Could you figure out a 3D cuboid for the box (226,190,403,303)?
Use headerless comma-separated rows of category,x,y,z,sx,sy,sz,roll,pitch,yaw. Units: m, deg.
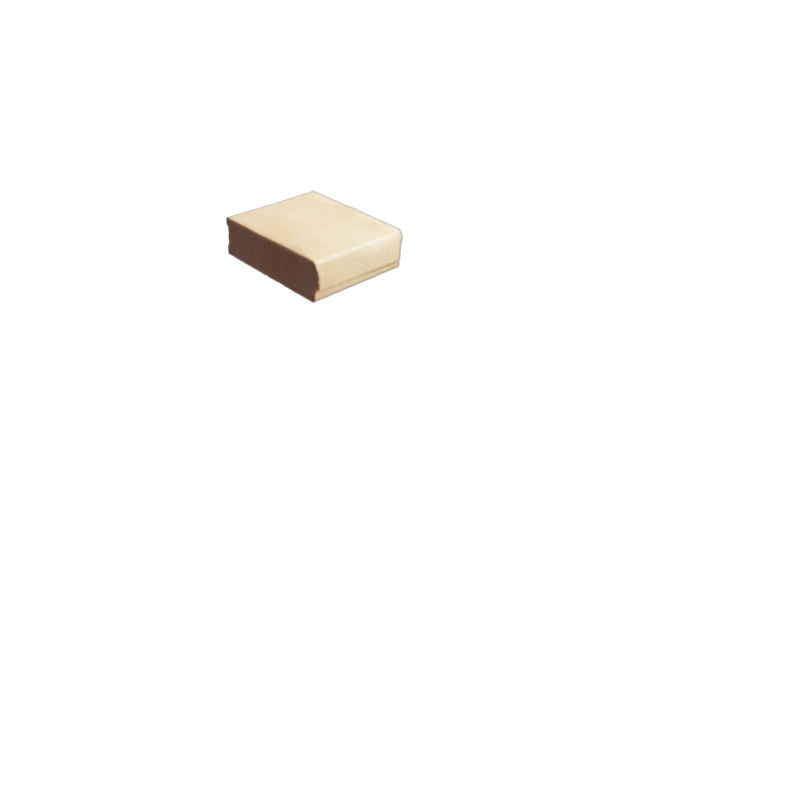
box,-0.055,-0.100,0.700,0.072,0.028,0.095,-24,38,-35
